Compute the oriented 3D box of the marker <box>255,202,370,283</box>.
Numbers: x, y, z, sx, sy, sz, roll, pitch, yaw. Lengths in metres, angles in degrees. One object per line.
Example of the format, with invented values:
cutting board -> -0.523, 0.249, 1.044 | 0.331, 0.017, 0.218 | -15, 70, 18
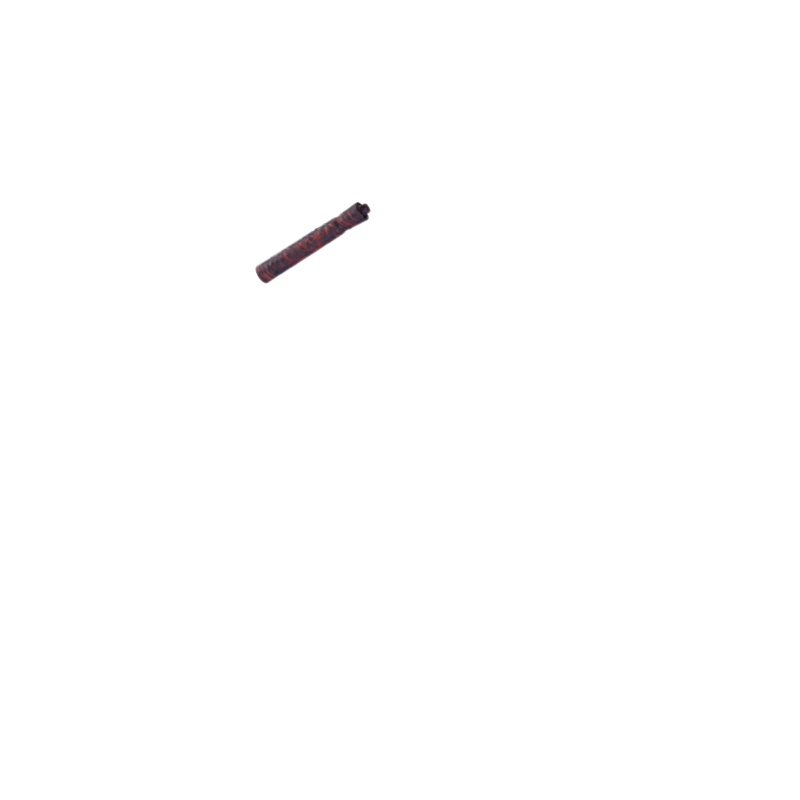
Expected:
marker -> -0.077, -0.141, 0.990 | 0.121, 0.020, 0.019 | -29, -8, 21
